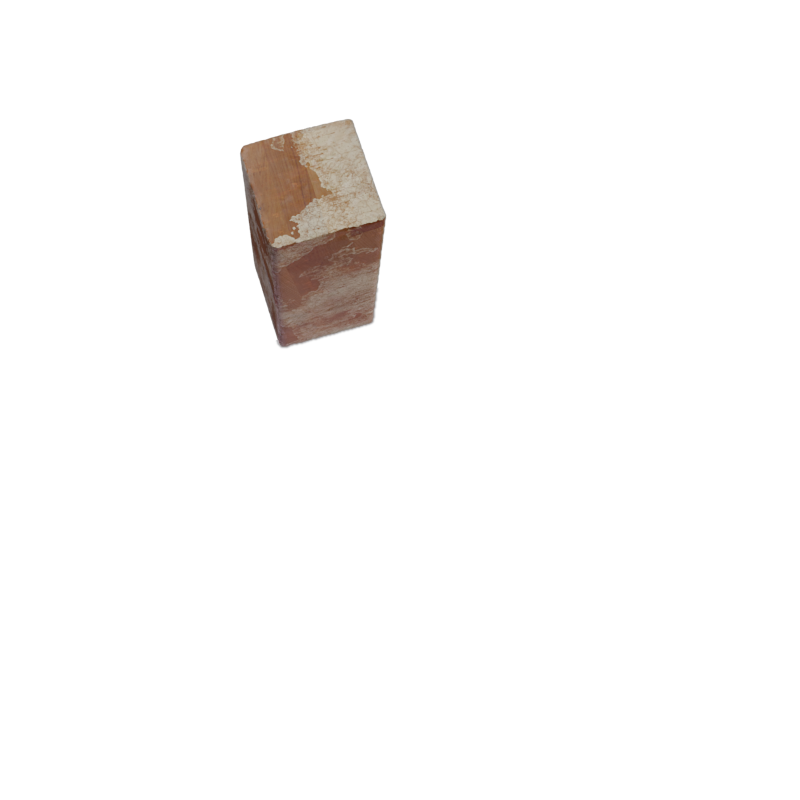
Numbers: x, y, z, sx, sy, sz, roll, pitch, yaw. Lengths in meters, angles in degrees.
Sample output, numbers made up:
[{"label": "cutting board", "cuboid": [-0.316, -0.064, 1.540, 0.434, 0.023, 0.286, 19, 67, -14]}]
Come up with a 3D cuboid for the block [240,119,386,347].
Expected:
[{"label": "block", "cuboid": [-0.071, -0.129, 0.901, 0.090, 0.096, 0.197, -16, -18, -9]}]
